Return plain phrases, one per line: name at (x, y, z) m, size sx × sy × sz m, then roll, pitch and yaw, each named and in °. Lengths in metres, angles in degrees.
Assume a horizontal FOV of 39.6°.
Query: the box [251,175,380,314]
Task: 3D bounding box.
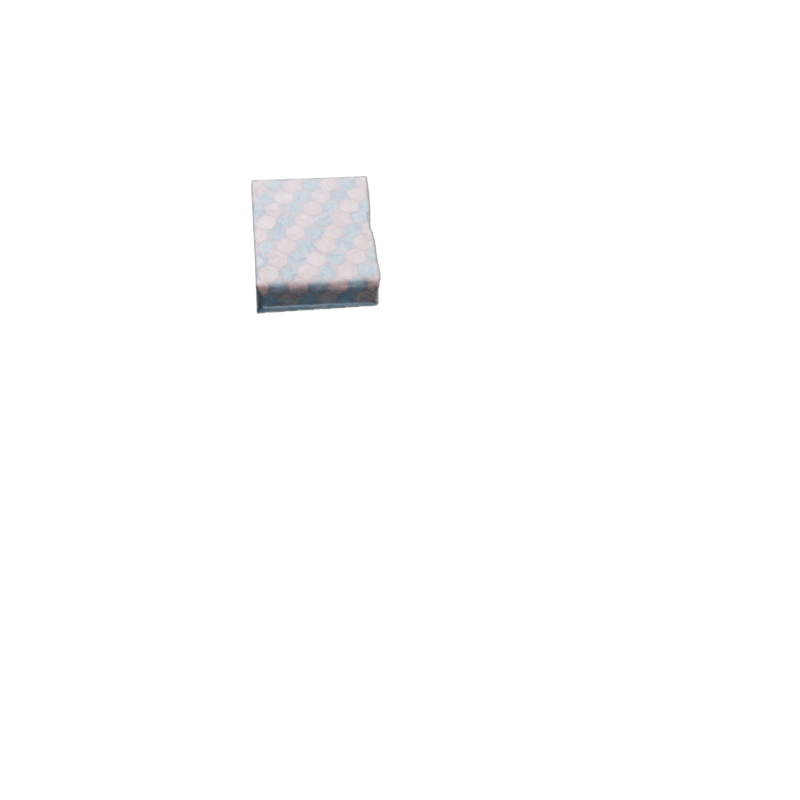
box at (-0.053, -0.096, 0.671) m, size 0.073 × 0.096 × 0.028 m, roll -4°, pitch -39°, yaw -3°
